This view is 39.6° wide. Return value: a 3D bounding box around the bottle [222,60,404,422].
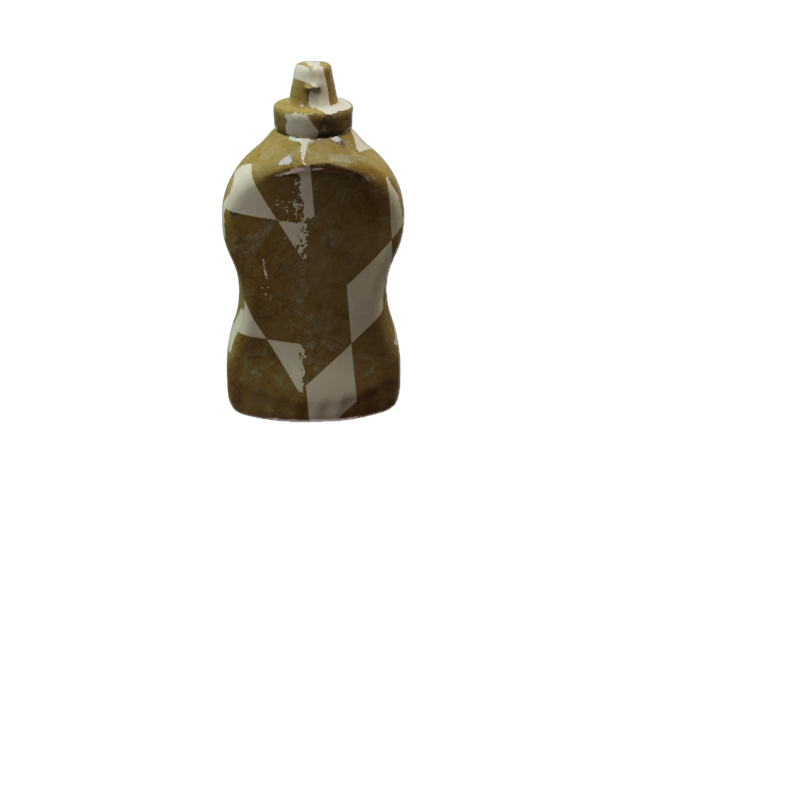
[{"bbox_3d":[-0.046,-0.084,0.592,0.096,0.183,0.061,1,21,-2],"label":"bottle"}]
